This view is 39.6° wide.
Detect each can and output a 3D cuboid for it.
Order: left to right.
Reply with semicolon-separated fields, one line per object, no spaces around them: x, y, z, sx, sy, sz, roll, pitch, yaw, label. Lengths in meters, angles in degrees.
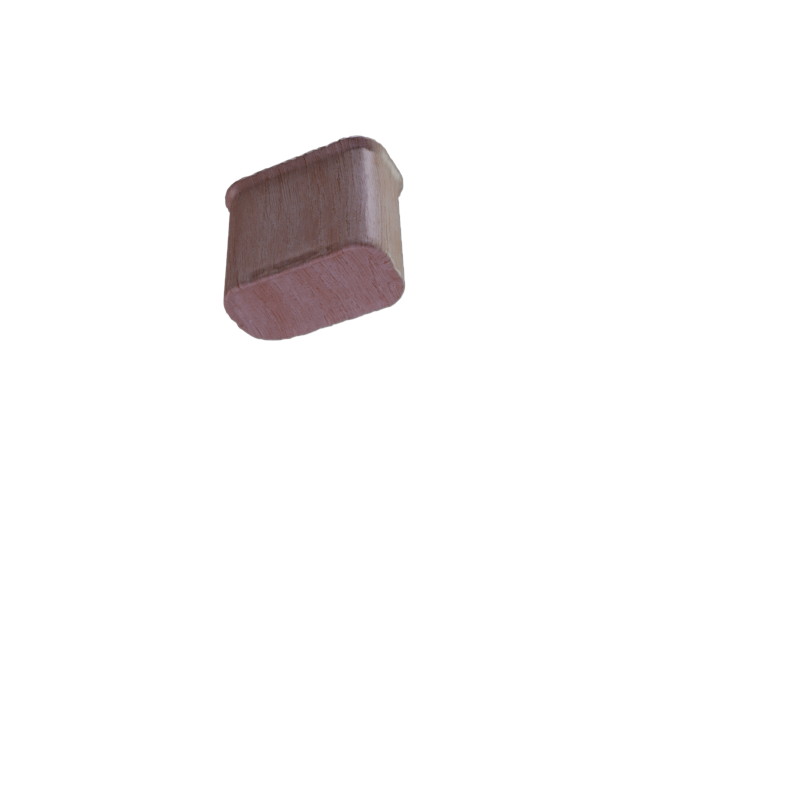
-0.048;-0.087;0.613;0.103;0.090;0.053;-18;-43;18;can
